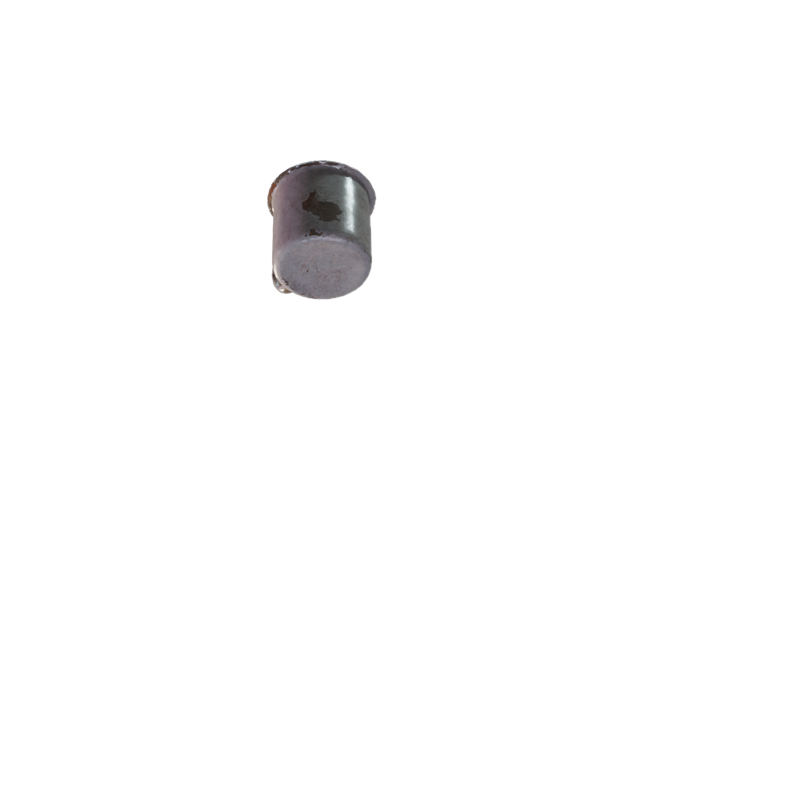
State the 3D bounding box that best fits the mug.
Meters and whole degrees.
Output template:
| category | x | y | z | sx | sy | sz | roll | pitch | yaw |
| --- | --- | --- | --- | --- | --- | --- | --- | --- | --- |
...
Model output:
| category | x | y | z | sx | sy | sz | roll | pitch | yaw |
| --- | --- | --- | --- | --- | --- | --- | --- | --- | --- |
| mug | -0.073 | -0.133 | 0.929 | 0.088 | 0.087 | 0.115 | 26 | -47 | -30 |
